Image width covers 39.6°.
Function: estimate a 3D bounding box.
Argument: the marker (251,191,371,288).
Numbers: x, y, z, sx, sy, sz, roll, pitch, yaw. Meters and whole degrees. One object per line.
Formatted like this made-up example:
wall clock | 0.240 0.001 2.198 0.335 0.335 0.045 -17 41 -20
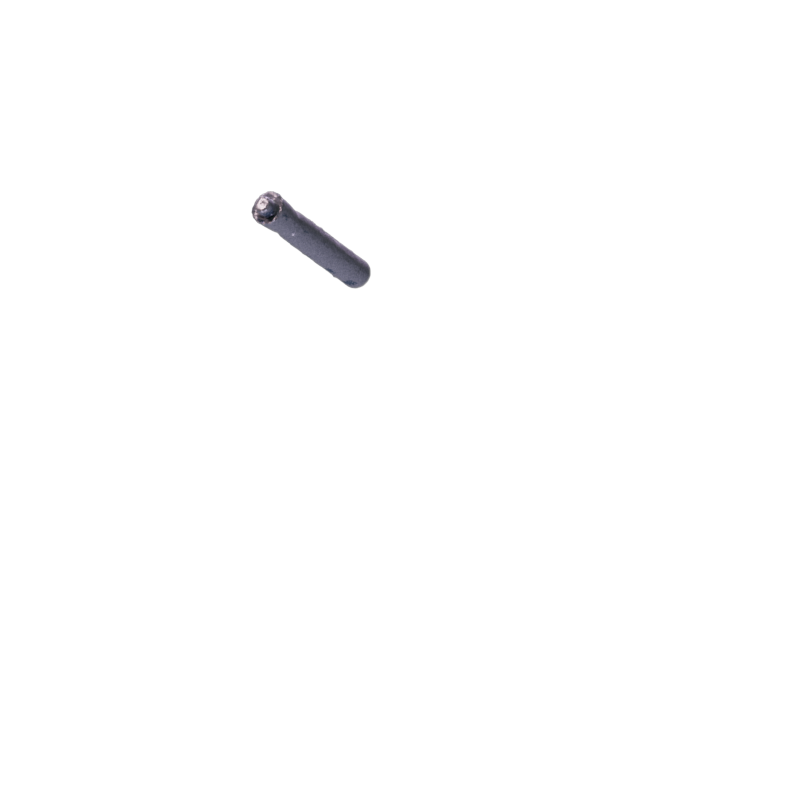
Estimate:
marker | -0.049 -0.089 0.626 0.020 0.020 0.113 2 -12 25
